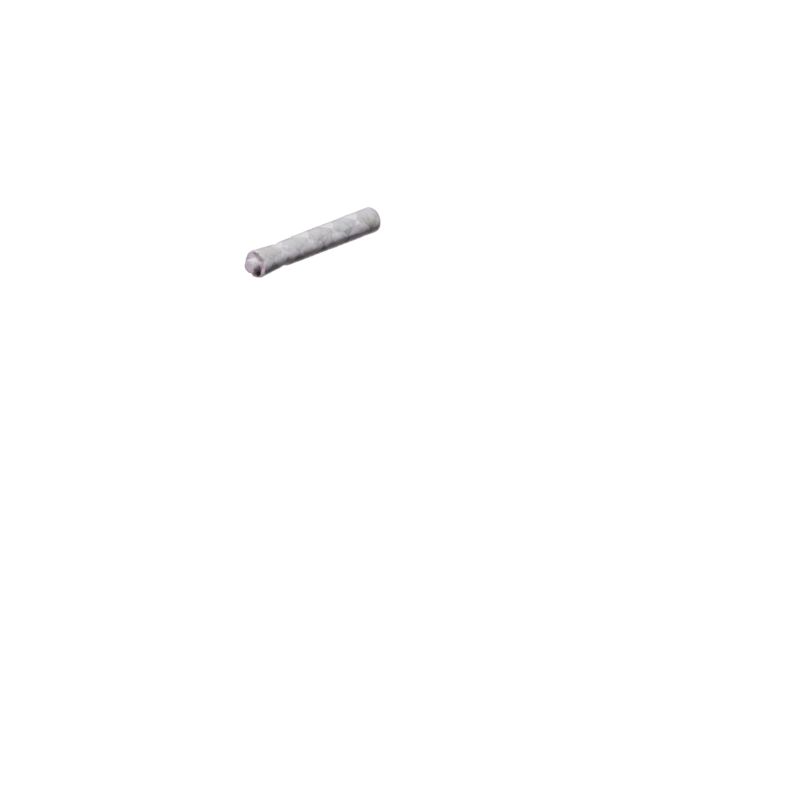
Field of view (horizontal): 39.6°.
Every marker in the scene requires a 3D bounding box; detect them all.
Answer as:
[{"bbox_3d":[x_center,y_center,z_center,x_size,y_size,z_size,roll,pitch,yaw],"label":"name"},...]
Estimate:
[{"bbox_3d":[-0.059,-0.108,0.759,0.021,0.019,0.120,4,24,43],"label":"marker"}]
